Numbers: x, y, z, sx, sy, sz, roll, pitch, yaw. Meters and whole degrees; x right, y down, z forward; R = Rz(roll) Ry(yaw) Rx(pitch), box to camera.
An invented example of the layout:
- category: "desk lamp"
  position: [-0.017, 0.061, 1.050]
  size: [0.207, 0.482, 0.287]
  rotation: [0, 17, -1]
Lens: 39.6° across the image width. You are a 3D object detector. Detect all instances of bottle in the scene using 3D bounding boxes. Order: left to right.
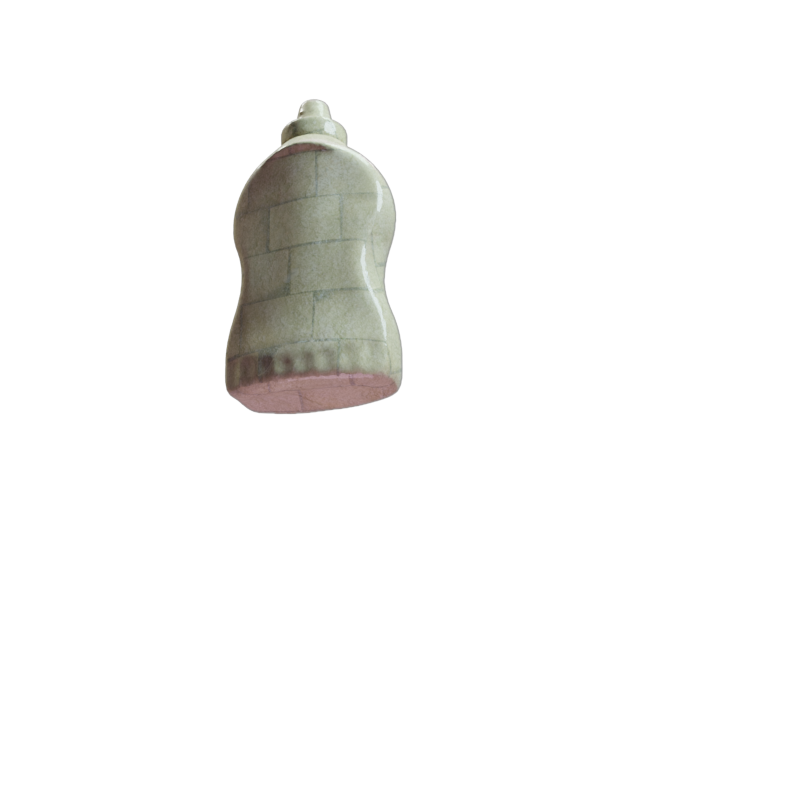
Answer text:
- category: "bottle"
  position: [-0.050, -0.092, 0.646]
  size: [0.097, 0.203, 0.054]
  rotation: [-11, -27, 18]
